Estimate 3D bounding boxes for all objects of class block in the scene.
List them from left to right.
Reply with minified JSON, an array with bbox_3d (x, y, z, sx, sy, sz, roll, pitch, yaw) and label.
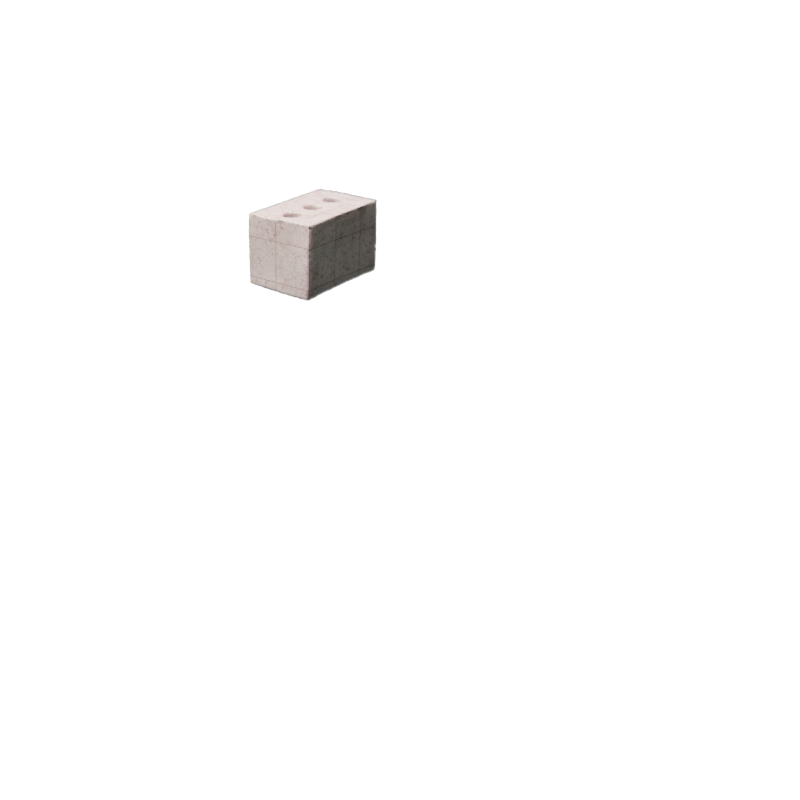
[{"bbox_3d":[-0.059,-0.107,0.751,0.055,0.049,0.078,15,28,31],"label":"block"}]
